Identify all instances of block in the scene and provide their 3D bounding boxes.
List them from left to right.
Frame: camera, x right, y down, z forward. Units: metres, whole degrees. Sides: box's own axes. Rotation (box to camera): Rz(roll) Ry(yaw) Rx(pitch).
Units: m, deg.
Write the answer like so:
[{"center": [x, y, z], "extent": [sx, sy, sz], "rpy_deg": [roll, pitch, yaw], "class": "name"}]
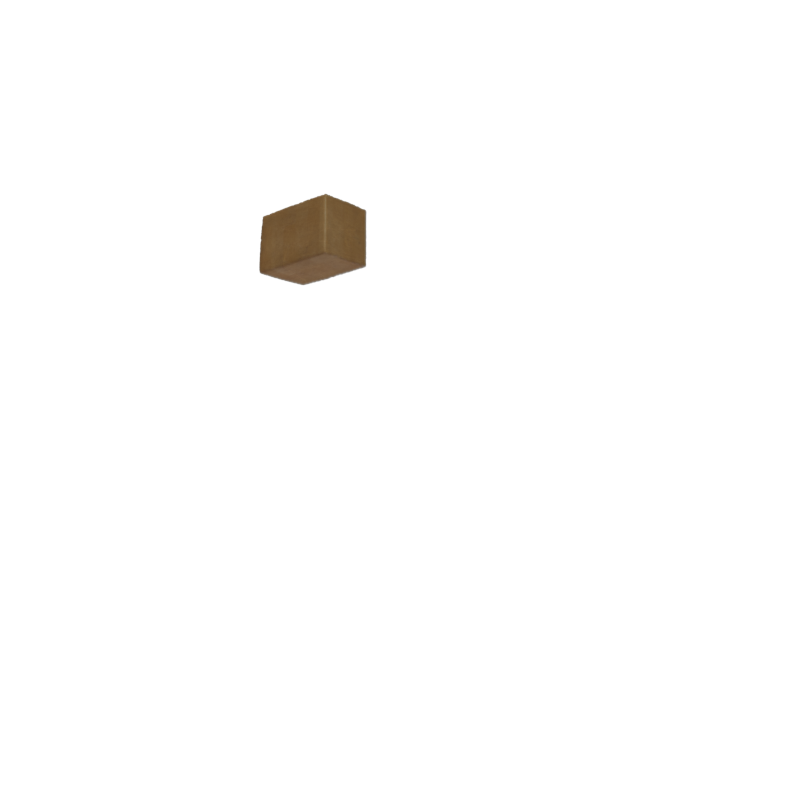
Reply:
[{"center": [-0.073, -0.133, 0.930], "extent": [0.079, 0.053, 0.050], "rpy_deg": [-13, -20, 40], "class": "block"}]
